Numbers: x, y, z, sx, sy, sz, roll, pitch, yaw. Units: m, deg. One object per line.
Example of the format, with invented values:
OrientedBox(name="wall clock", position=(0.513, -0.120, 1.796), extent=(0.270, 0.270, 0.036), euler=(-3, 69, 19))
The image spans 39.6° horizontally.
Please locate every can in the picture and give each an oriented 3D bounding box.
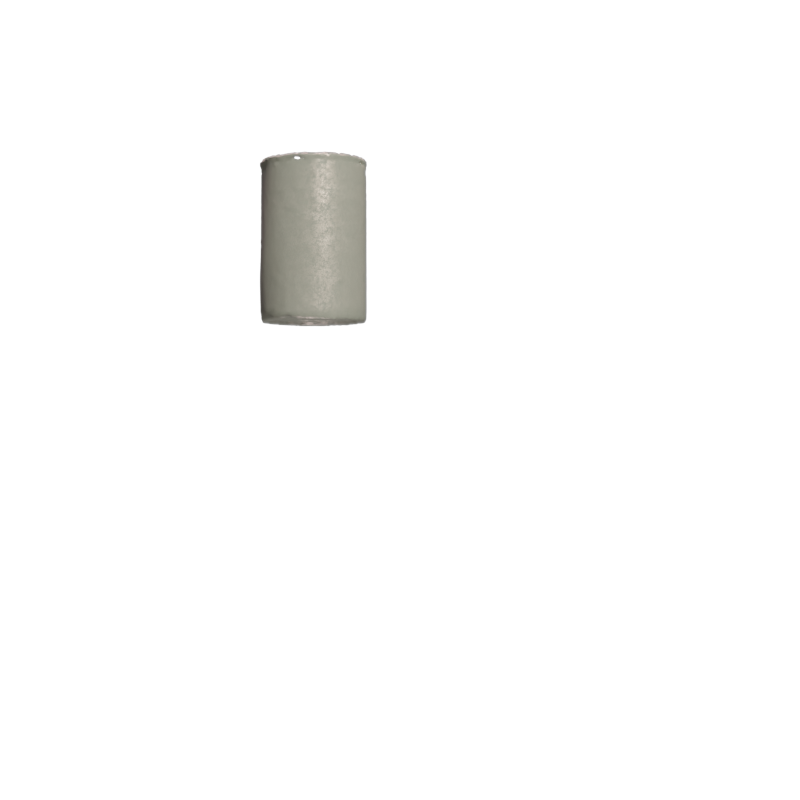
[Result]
OrientedBox(name="can", position=(-0.055, -0.100, 0.698), extent=(0.068, 0.104, 0.068), euler=(0, -6, -2))
